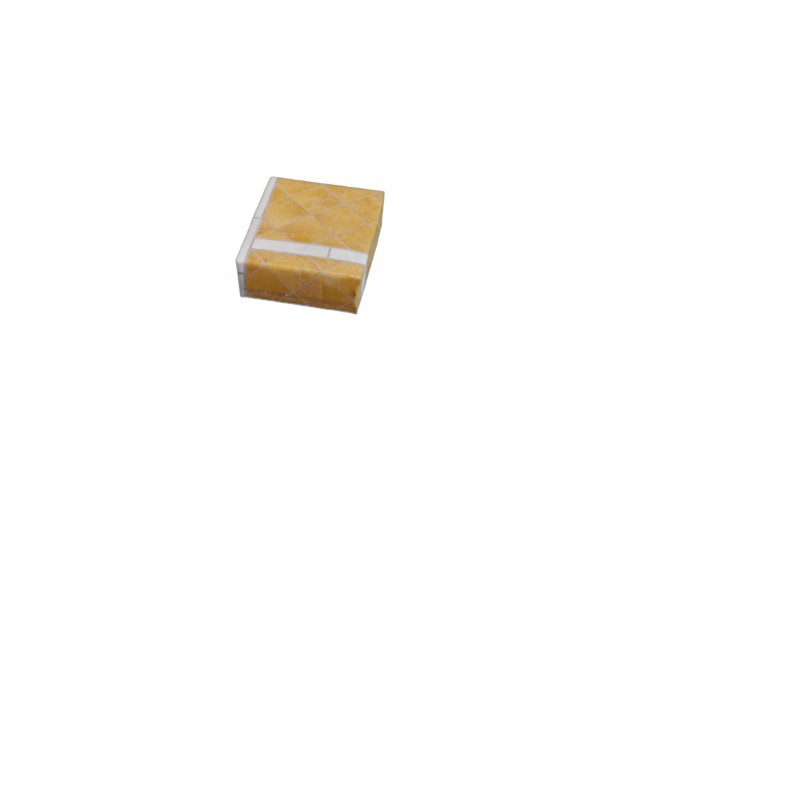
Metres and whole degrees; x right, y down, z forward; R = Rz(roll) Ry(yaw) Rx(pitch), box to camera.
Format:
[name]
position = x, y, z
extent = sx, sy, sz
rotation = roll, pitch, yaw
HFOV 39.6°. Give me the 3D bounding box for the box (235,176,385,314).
[box]
position = -0.064, -0.116, 0.811
extent = 0.091, 0.036, 0.120
rotation = 7, 43, 6
